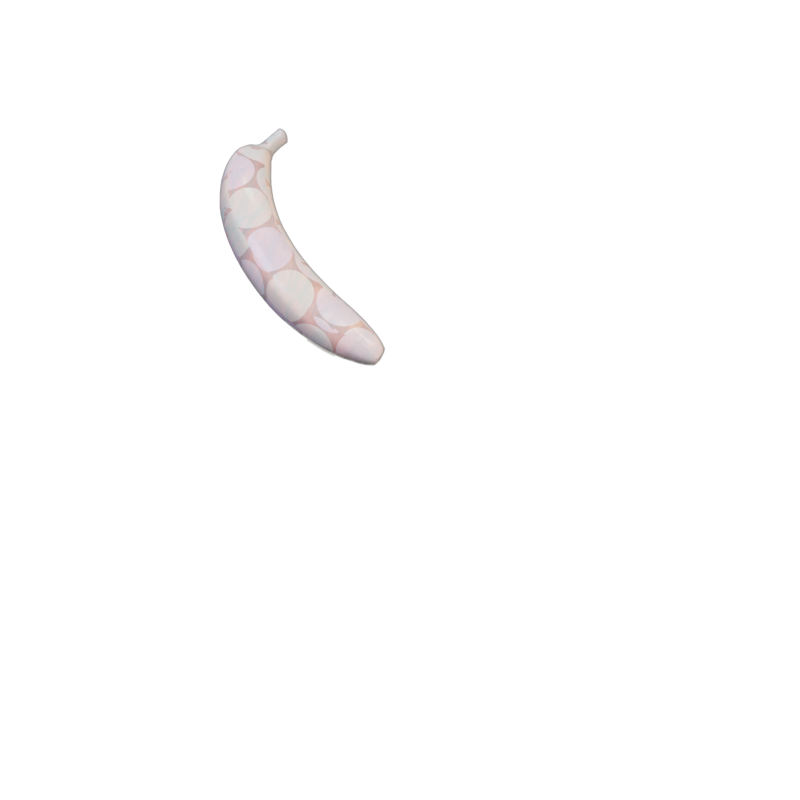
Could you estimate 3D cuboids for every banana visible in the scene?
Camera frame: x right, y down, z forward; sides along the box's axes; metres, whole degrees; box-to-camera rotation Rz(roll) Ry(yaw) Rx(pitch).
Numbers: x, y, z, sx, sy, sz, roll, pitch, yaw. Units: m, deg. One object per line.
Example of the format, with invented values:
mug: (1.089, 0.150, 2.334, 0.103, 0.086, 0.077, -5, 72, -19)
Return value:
banana: (-0.077, -0.103, 0.740, 0.069, 0.211, 0.035, -19, -27, -10)
